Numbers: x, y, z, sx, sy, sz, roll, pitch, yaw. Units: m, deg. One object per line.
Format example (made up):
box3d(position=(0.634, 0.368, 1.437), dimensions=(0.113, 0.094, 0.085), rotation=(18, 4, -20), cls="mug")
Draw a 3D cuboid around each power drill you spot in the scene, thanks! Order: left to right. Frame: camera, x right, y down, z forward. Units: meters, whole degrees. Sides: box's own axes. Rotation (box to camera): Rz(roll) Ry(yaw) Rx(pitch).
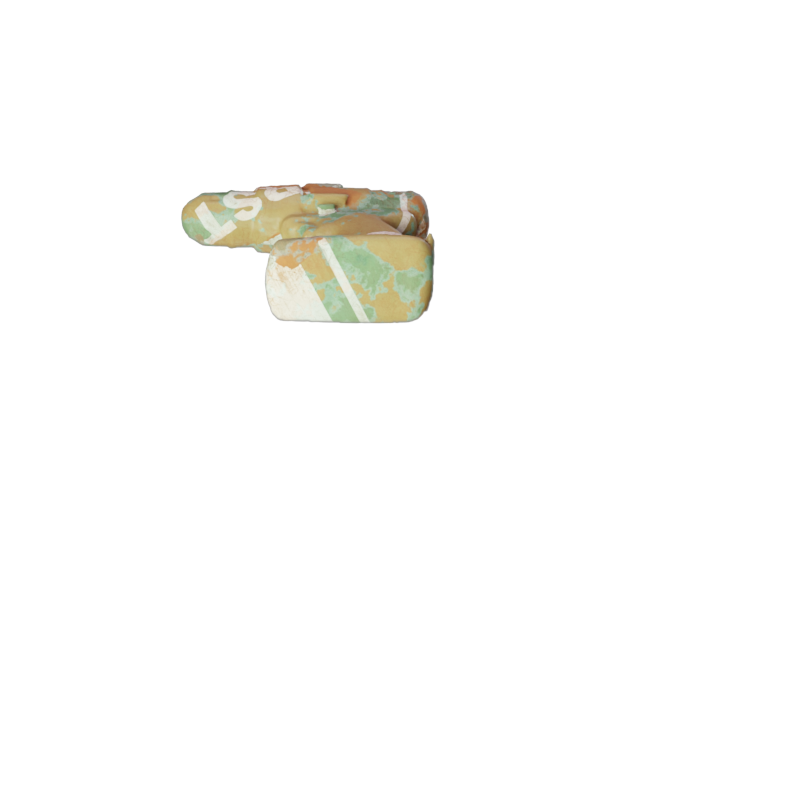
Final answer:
box3d(position=(-0.060, -0.109, 0.764), dimensions=(0.183, 0.055, 0.198), rotation=(-3, 23, -7), cls="power drill")
